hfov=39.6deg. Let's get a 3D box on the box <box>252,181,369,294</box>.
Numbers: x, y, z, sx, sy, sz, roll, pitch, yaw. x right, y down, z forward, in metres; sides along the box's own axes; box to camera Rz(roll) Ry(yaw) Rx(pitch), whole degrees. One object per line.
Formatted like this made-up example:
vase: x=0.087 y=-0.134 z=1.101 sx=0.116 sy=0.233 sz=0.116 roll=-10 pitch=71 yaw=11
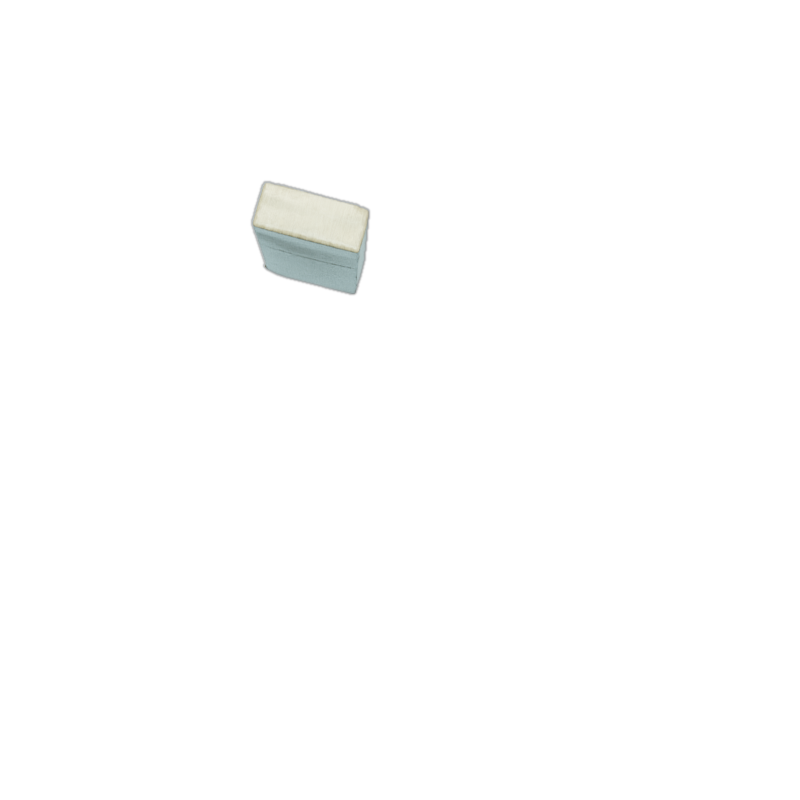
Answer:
box: x=-0.077 y=-0.141 z=0.983 sx=0.094 sy=0.049 sz=0.171 roll=16 pitch=-9 yaw=-1
